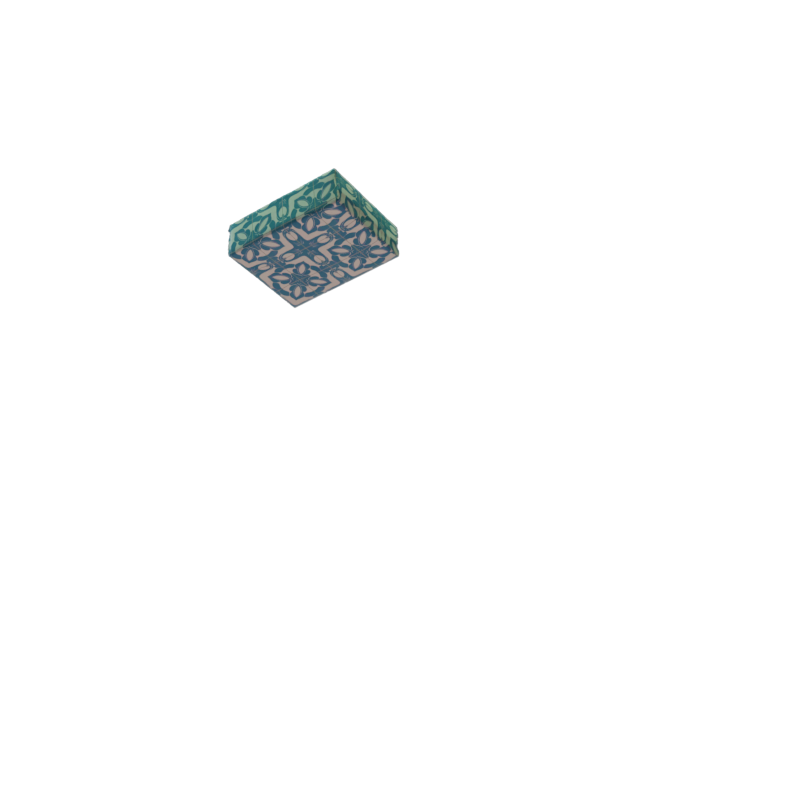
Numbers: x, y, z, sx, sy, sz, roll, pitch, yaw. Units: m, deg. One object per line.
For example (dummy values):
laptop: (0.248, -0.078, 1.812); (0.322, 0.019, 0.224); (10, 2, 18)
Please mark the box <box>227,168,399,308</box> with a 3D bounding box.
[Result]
box: (-0.071, -0.130, 0.909); (0.114, 0.042, 0.083); (-22, -40, 28)
